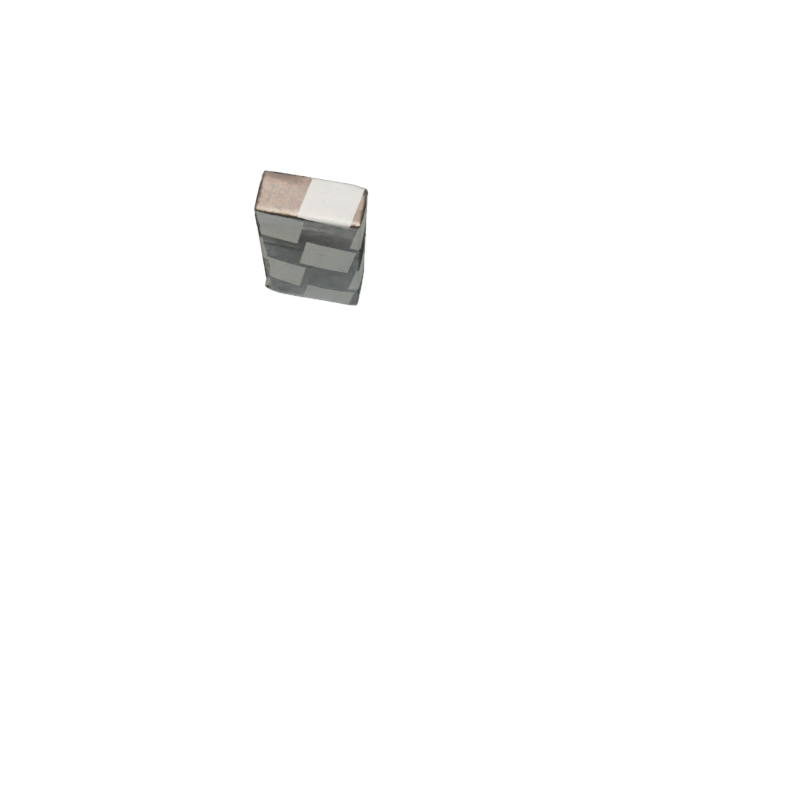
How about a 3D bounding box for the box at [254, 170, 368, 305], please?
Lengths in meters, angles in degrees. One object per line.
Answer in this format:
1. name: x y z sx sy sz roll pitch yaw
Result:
1. box: -0.078 -0.143 0.998 0.094 0.050 0.167 11 -21 1
